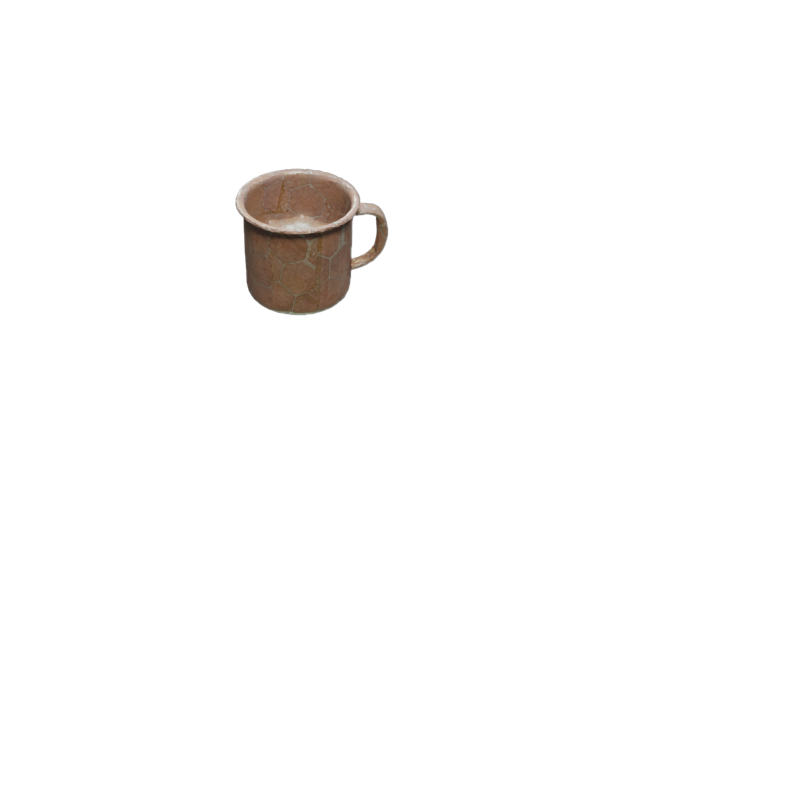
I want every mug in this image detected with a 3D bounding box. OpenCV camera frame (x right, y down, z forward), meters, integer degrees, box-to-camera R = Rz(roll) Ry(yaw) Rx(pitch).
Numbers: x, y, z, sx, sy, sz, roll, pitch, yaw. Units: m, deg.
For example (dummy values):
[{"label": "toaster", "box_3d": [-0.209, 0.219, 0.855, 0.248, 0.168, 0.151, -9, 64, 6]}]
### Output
[{"label": "mug", "box_3d": [-0.066, -0.121, 0.848, 0.116, 0.076, 0.101, -10, 39, -14]}]
